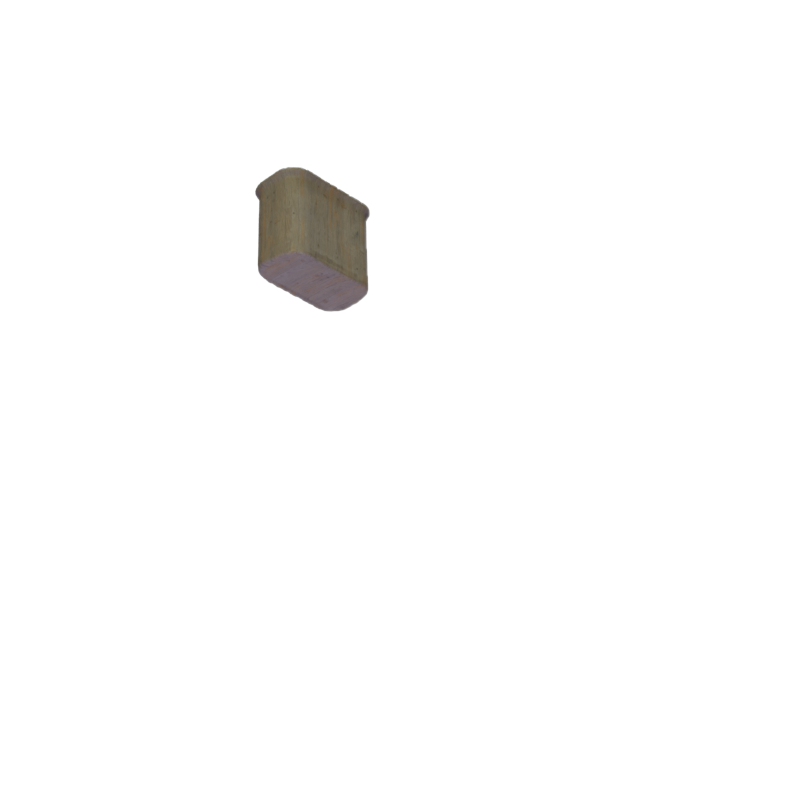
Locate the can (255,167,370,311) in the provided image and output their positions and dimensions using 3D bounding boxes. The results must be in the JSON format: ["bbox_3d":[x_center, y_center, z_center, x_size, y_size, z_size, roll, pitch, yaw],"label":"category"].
[{"bbox_3d":[-0.072,-0.131,0.920,0.057,0.089,0.095,-29,-40,36],"label":"can"}]
